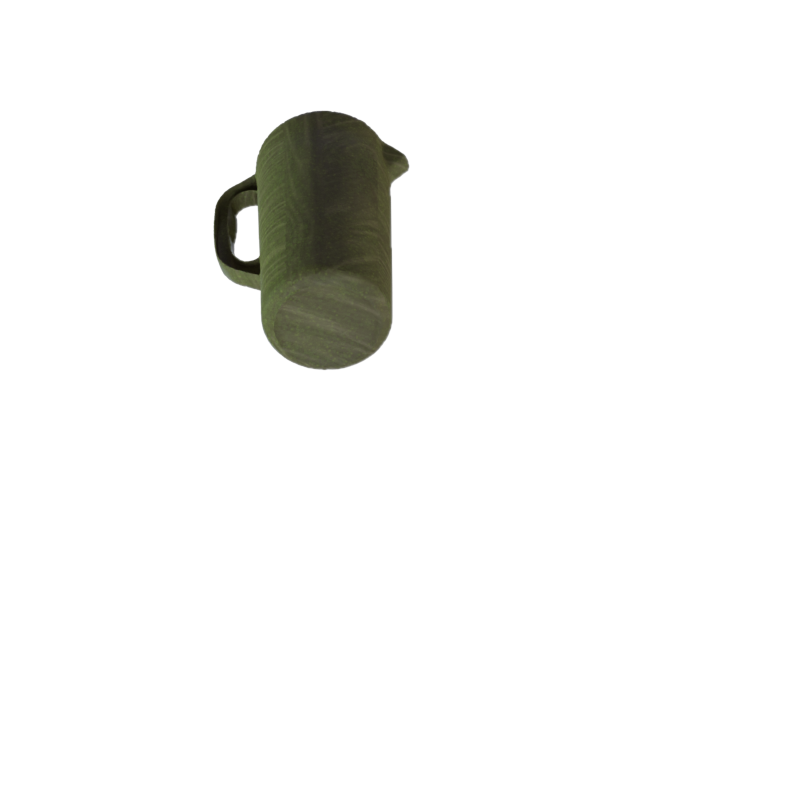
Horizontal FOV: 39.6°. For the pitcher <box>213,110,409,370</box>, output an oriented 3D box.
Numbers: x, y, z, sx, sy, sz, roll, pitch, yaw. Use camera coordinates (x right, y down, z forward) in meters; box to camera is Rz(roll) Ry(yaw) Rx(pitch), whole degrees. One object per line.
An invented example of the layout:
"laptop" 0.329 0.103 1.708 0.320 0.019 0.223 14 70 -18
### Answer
"pitcher" -0.078 -0.142 0.994 0.139 0.261 0.145 26 -56 -23
